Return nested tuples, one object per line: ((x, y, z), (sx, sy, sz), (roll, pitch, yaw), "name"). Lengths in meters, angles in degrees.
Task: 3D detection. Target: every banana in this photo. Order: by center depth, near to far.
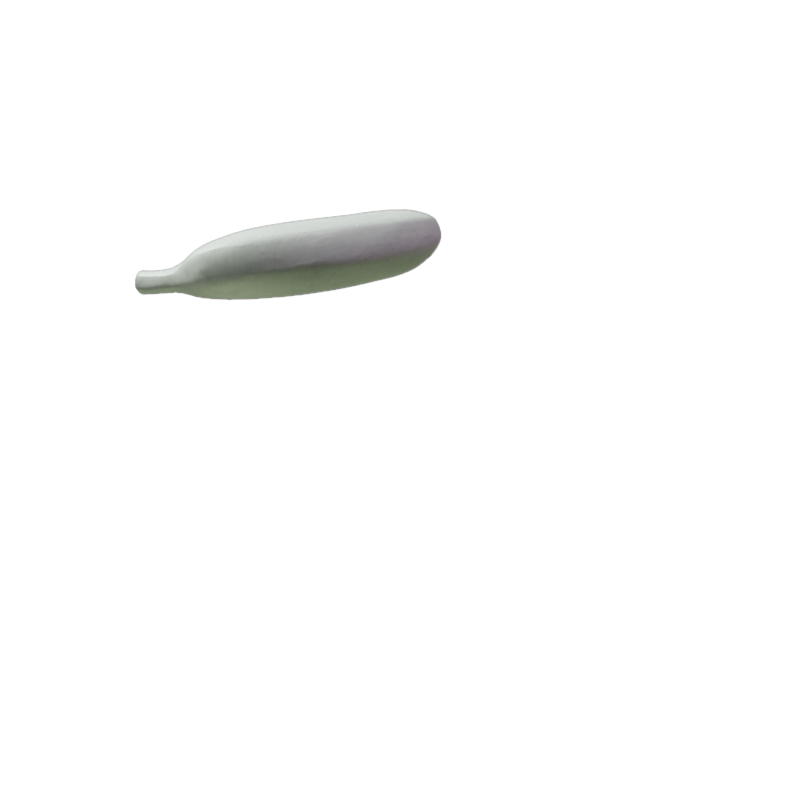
((-0.038, -0.081, 0.585), (0.193, 0.036, 0.074), (-14, 21, -37), "banana")
